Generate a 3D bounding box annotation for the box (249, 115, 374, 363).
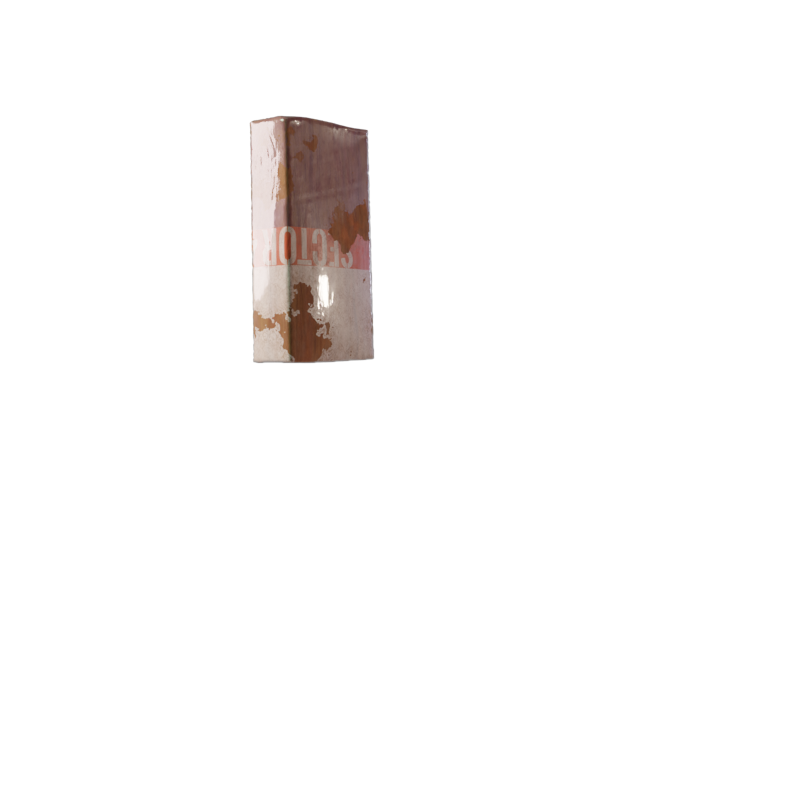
[{"bbox_3d":[-0.064,-0.117,0.818,0.050,0.177,0.089,-3,-3,41],"label":"box"}]
